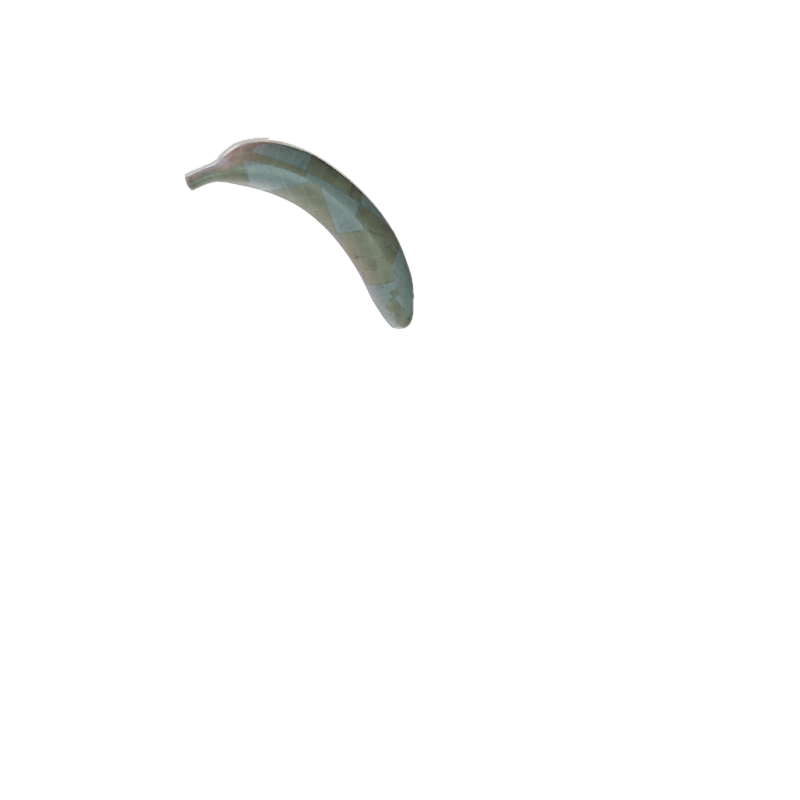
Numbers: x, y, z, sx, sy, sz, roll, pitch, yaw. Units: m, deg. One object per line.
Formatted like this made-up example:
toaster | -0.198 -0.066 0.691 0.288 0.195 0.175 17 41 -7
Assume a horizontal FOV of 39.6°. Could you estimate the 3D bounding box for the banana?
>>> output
banana | -0.053 -0.127 0.782 0.190 0.068 0.039 34 22 -16
